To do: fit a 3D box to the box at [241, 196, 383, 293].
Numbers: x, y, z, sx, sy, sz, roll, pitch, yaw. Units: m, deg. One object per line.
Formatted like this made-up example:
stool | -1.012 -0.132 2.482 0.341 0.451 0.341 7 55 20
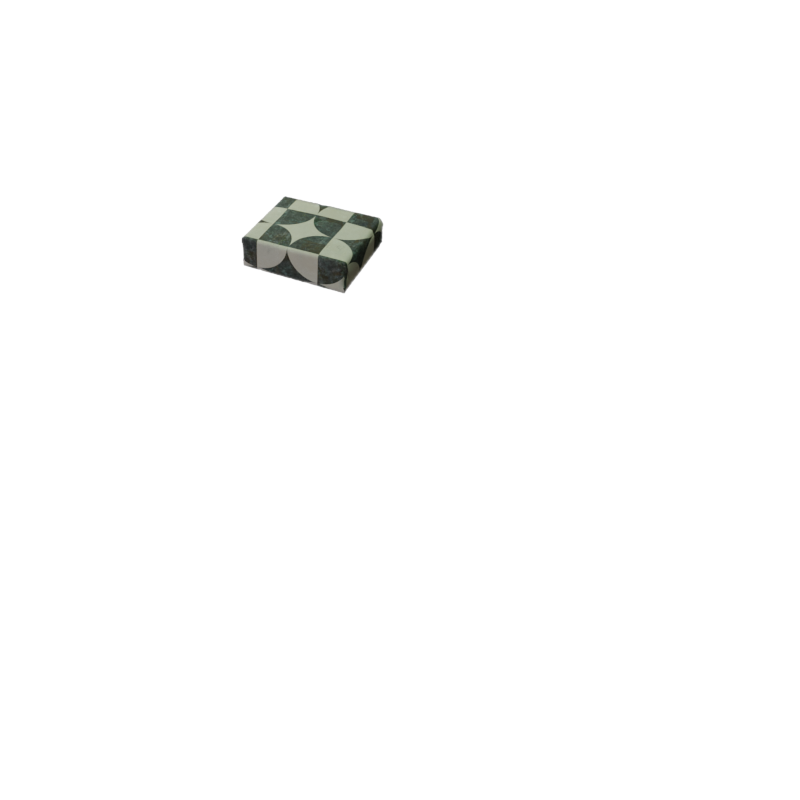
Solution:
box | -0.068 -0.124 0.865 0.092 0.028 0.075 15 39 19
